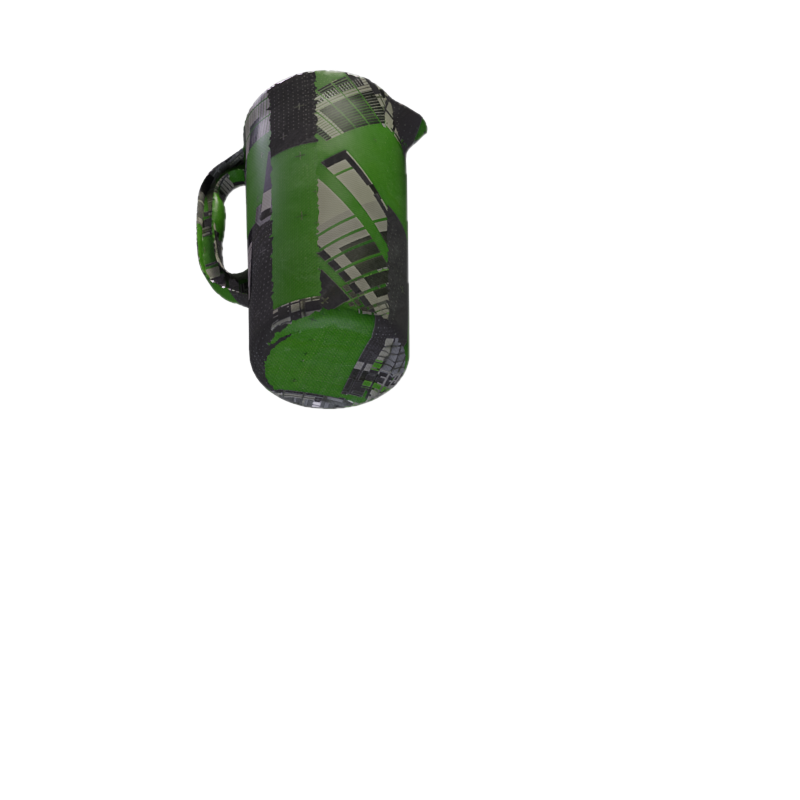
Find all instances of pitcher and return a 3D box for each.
[{"bbox_3d":[-0.064,-0.117,0.820,0.139,0.261,0.144,18,-44,-23],"label":"pitcher"}]
